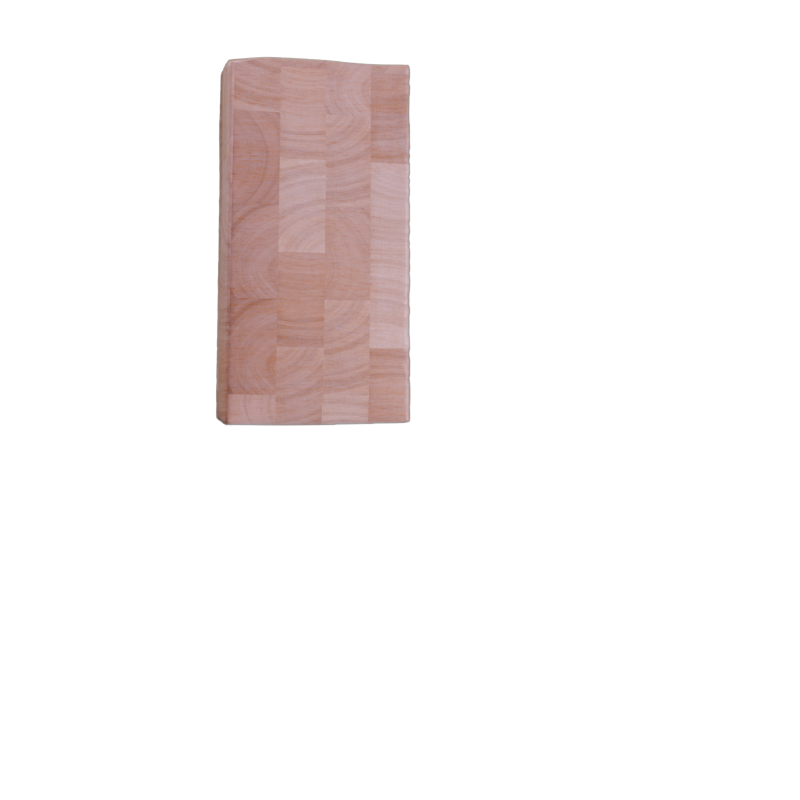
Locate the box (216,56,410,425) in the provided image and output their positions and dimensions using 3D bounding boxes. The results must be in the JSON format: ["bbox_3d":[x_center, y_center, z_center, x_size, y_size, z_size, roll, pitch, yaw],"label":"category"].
[{"bbox_3d":[-0.043,-0.078,0.547,0.092,0.177,0.048,0,-2,-12],"label":"box"}]
